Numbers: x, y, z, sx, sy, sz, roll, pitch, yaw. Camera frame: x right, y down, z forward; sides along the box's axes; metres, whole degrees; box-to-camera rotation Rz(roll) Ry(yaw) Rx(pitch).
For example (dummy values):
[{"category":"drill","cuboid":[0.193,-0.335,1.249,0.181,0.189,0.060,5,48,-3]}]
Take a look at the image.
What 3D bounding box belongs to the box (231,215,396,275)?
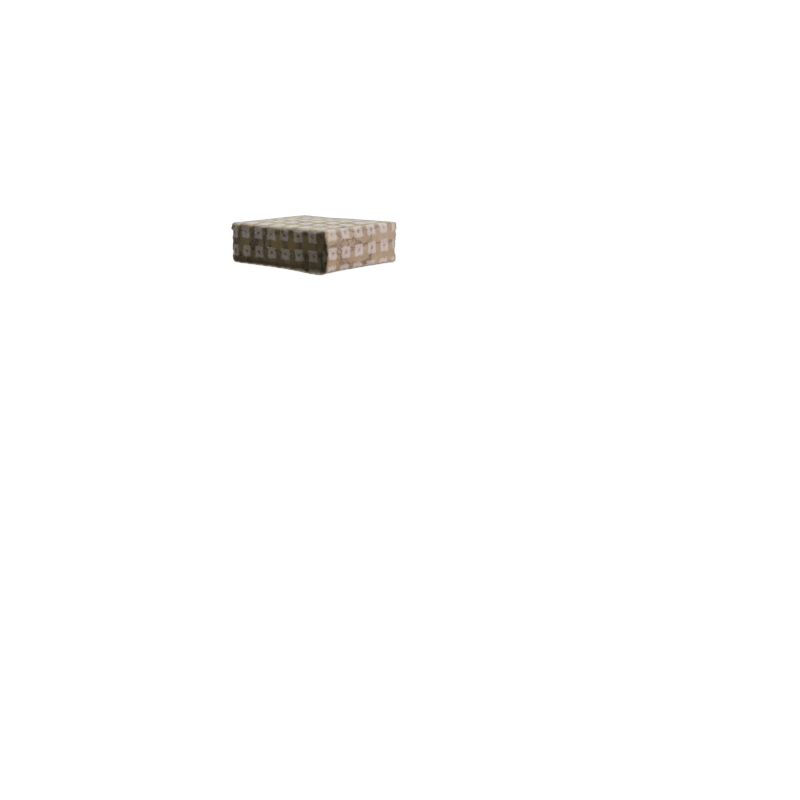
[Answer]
[{"category":"box","cuboid":[-0.074,-0.134,0.940,0.119,0.038,0.088,14,21,40]}]
